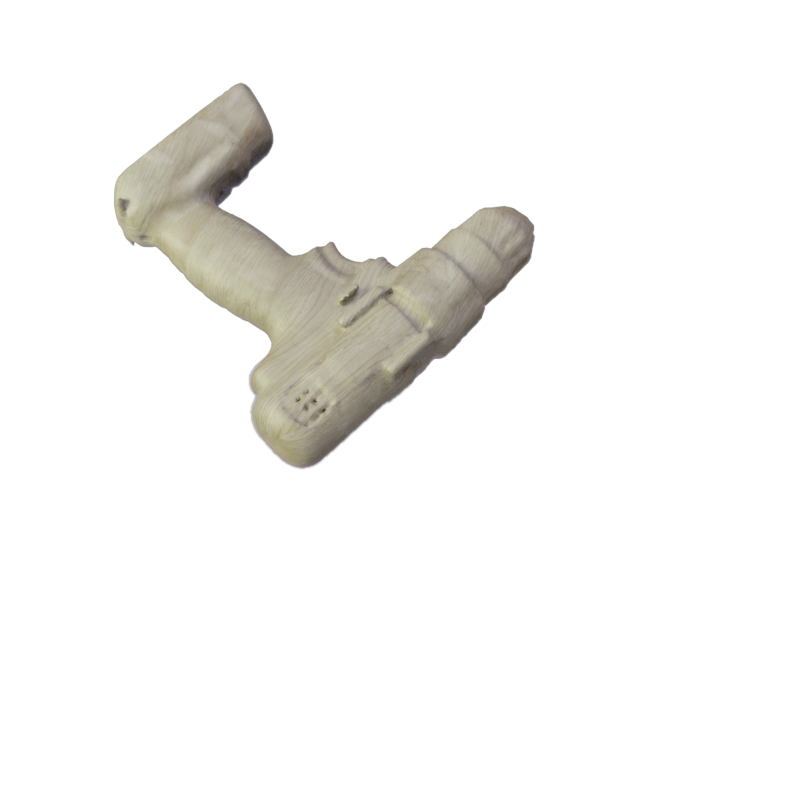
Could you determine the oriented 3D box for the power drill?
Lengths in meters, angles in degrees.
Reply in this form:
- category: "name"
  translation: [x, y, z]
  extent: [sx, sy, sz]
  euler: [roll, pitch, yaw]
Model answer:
- category: "power drill"
  translation: [-0.047, -0.085, 0.595]
  extent: [0.186, 0.197, 0.054]
  euler: [-41, -19, -18]
